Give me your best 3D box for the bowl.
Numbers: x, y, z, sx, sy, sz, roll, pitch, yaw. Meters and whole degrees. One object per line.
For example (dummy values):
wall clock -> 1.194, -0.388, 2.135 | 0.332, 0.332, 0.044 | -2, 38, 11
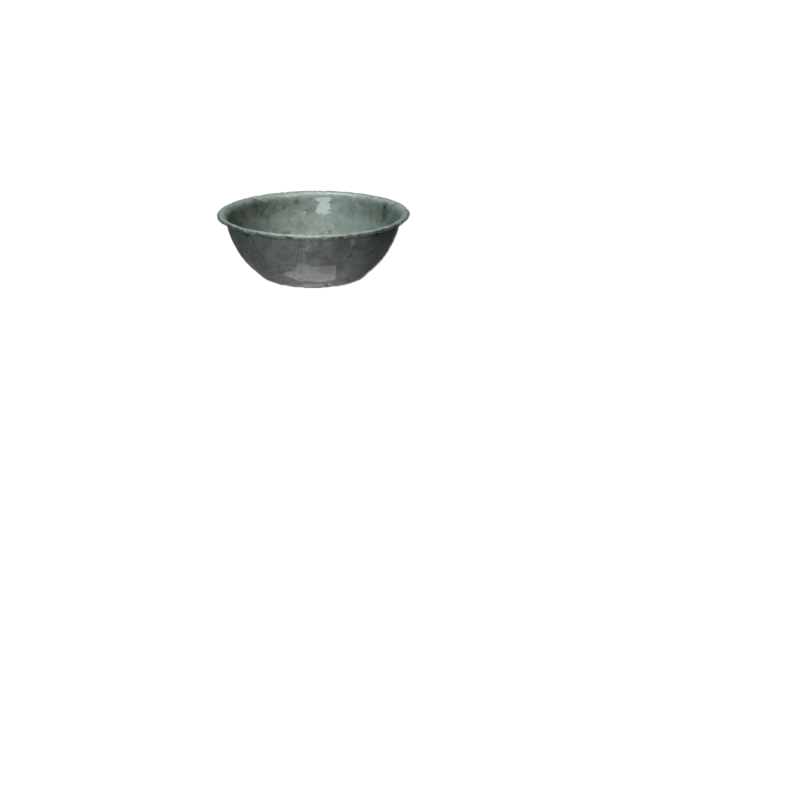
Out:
bowl -> -0.073, -0.134, 0.937 | 0.162, 0.053, 0.169 | -1, 22, -2
